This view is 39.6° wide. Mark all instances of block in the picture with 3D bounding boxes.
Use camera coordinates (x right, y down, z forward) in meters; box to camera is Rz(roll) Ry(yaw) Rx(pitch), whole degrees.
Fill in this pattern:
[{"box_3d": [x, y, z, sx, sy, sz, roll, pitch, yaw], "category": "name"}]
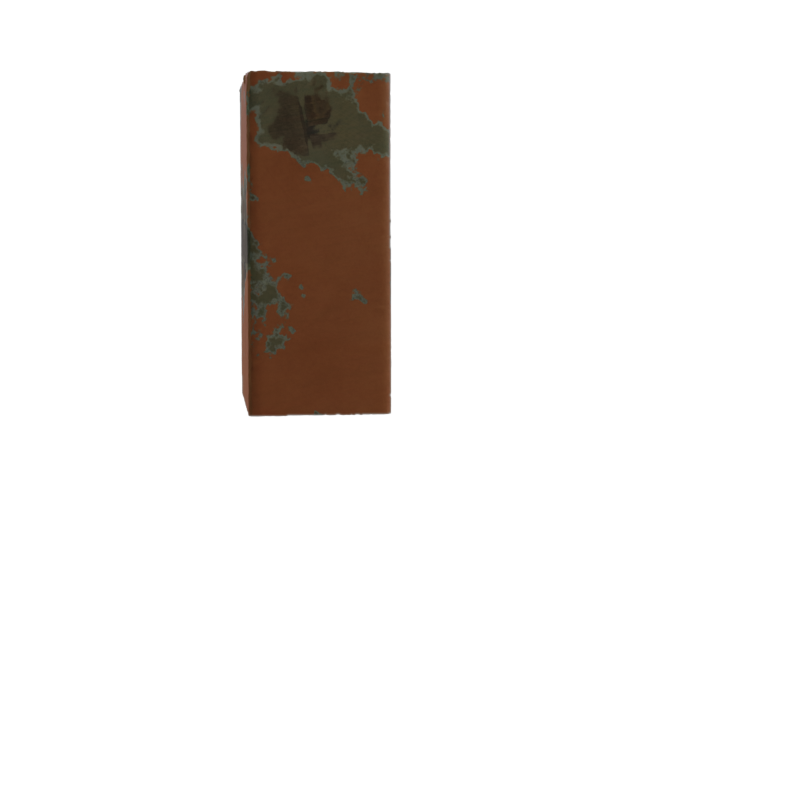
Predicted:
[{"box_3d": [-0.056, -0.101, 0.707, 0.089, 0.205, 0.092, 0, 3, -9], "category": "block"}]
